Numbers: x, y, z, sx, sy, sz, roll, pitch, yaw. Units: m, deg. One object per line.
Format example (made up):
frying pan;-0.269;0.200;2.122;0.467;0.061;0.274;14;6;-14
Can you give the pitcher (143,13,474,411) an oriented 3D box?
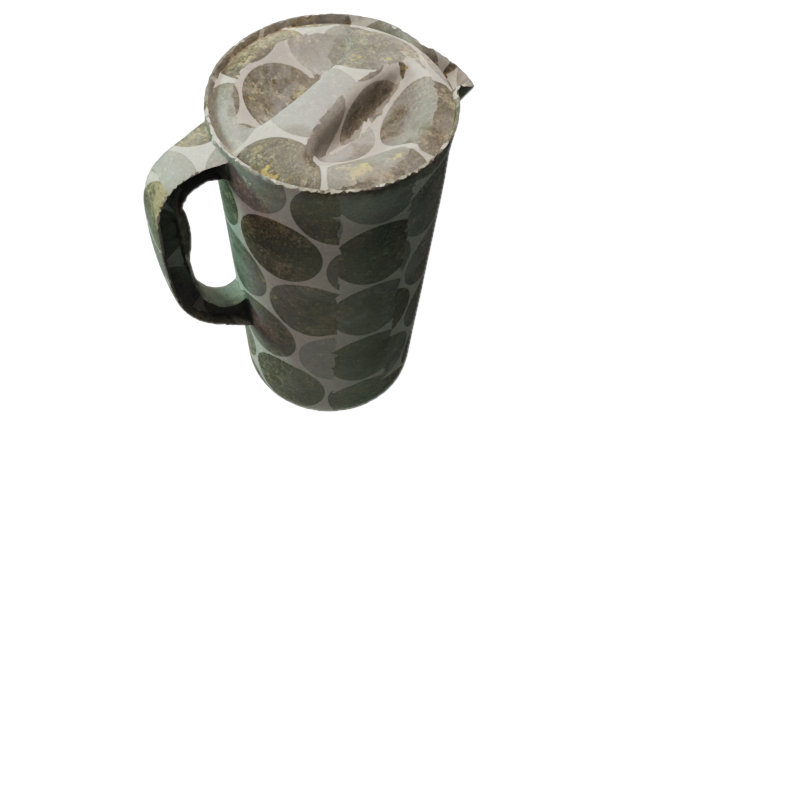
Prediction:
pitcher;-0.052;-0.094;0.658;0.152;0.152;0.227;16;-34;8
